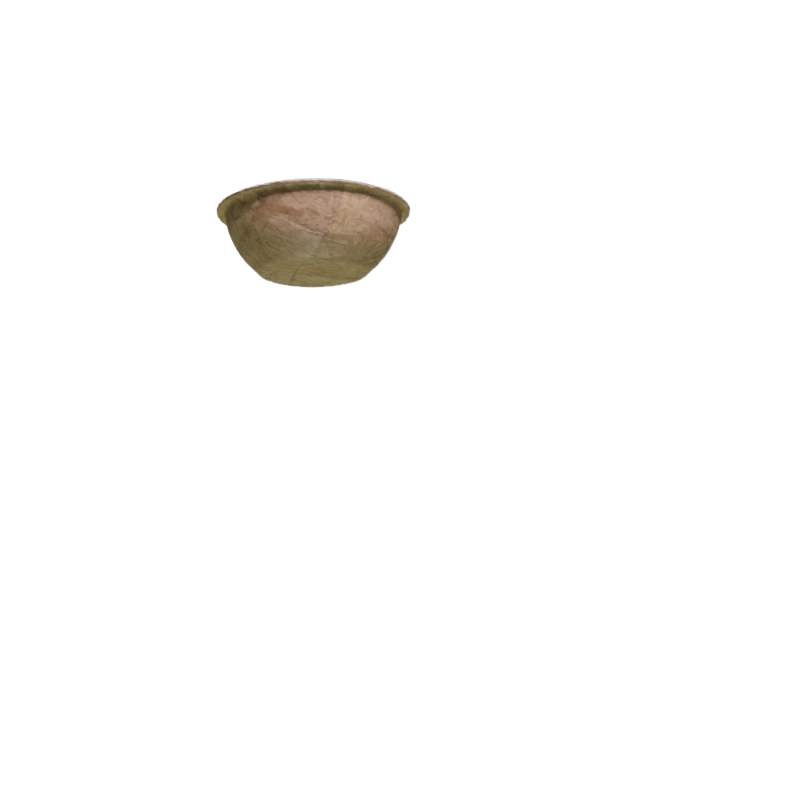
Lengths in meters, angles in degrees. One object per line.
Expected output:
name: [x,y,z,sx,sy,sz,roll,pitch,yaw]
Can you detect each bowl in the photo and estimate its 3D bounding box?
bowl: [-0.072,-0.131,0.919,0.162,0.057,0.157,0,-11,-2]
